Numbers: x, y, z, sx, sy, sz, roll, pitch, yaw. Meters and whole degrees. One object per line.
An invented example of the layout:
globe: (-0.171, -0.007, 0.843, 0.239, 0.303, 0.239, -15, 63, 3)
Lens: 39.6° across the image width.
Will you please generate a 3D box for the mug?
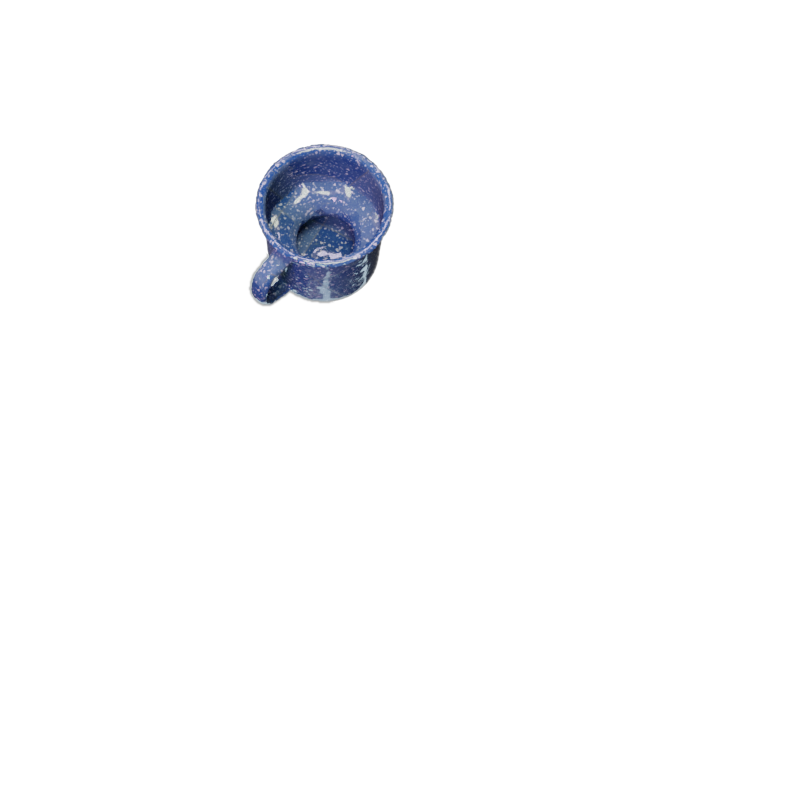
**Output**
mug: (-0.061, -0.111, 0.776, 0.096, 0.119, 0.077, 36, -19, 12)
